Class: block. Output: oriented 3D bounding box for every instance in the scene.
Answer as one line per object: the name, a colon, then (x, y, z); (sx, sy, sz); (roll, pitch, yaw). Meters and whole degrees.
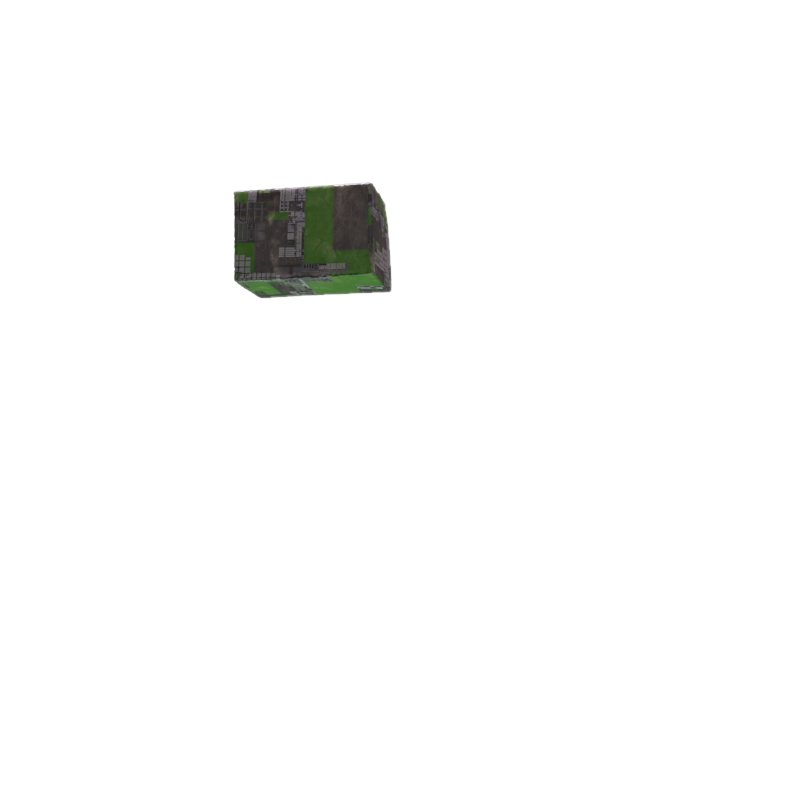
block: (-0.047, -0.086, 0.605); (0.079, 0.053, 0.051); (-2, -9, 11)
